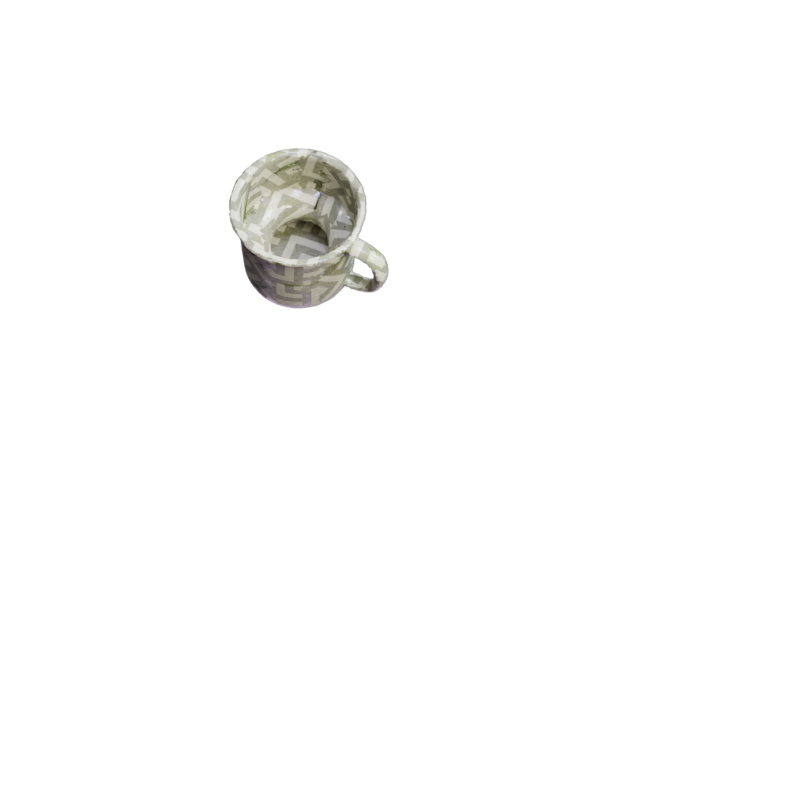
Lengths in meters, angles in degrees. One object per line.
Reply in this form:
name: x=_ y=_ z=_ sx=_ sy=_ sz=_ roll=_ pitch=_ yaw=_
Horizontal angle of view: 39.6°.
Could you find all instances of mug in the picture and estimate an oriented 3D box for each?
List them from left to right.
mug: x=-0.061 y=-0.111 z=0.778 sx=0.120 sy=0.096 sz=0.077 roll=26 pitch=-24 yaw=11
